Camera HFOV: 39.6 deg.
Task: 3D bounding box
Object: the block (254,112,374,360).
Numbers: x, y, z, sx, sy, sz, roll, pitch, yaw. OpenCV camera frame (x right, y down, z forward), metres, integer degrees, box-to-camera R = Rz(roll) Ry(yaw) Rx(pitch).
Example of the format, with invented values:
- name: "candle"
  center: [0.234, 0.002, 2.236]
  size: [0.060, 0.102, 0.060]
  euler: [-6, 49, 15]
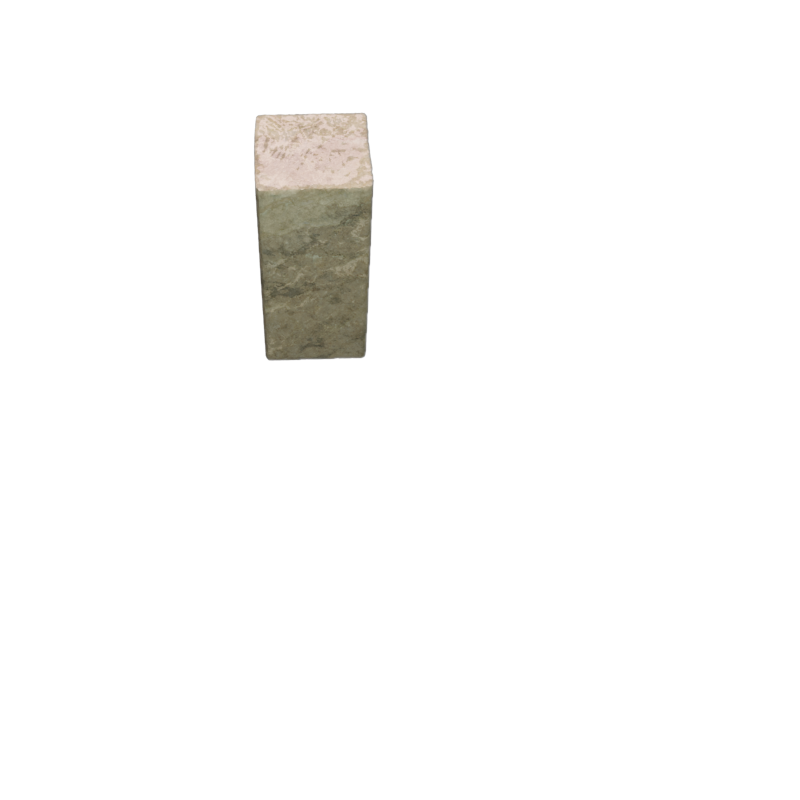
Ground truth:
- name: "block"
  center: [-0.073, -0.132, 0.925]
  size: [0.090, 0.097, 0.192]
  euler: [-1, -40, -4]
